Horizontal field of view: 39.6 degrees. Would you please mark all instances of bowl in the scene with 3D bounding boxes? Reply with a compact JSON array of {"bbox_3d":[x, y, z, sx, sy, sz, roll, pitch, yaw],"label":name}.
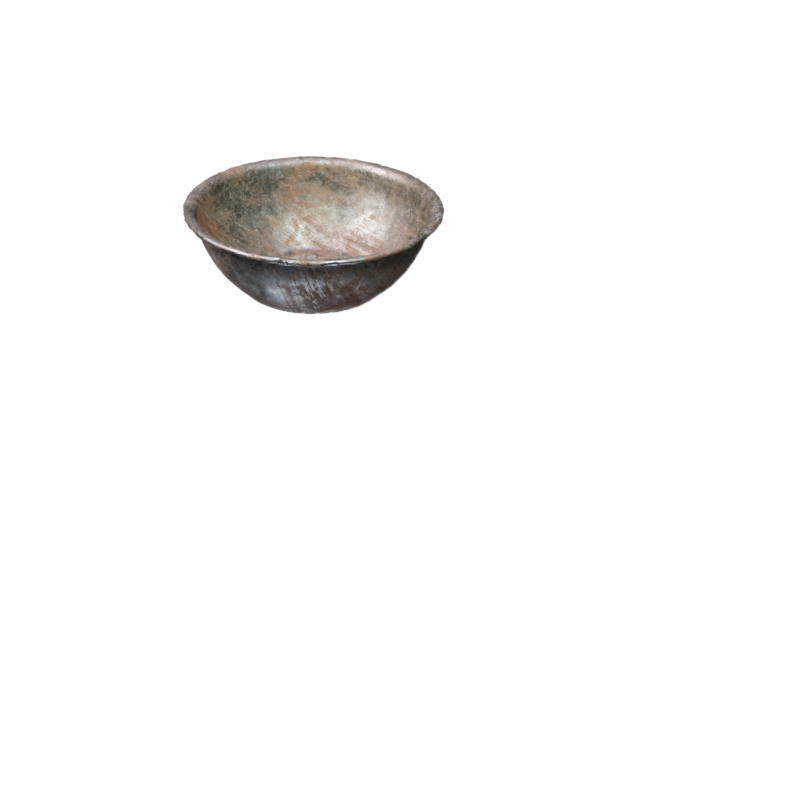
[{"bbox_3d":[-0.055,-0.100,0.698,0.162,0.052,0.172,-1,31,-2],"label":"bowl"}]
